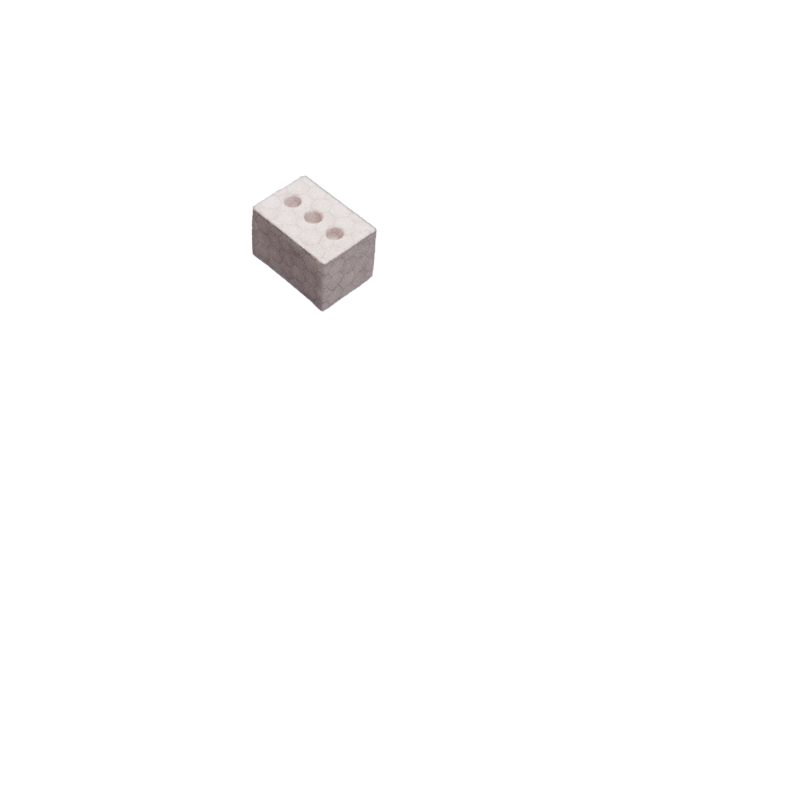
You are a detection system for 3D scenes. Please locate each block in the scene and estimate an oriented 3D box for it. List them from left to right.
[{"bbox_3d":[-0.062,-0.113,0.791,0.053,0.048,0.083,-35,59,-28],"label":"block"}]
